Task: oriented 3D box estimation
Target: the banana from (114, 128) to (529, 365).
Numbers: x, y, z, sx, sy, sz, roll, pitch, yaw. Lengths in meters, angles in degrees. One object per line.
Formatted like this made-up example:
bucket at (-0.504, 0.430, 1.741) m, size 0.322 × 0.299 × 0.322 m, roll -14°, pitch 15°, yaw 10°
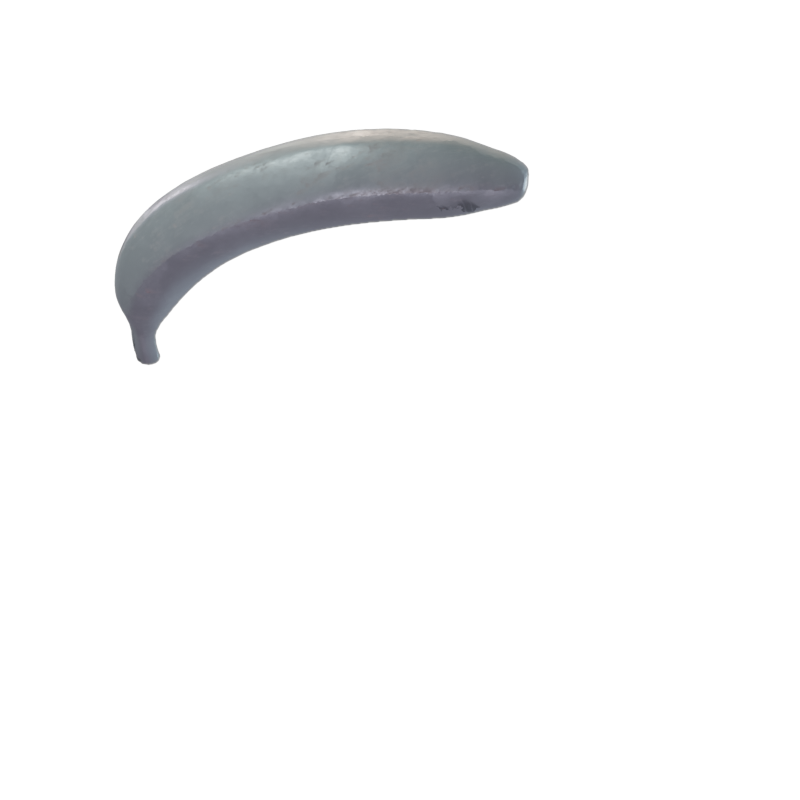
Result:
banana at (-0.049, -0.074, 0.457) m, size 0.199 × 0.039 × 0.064 m, roll -20°, pitch -41°, yaw 24°
